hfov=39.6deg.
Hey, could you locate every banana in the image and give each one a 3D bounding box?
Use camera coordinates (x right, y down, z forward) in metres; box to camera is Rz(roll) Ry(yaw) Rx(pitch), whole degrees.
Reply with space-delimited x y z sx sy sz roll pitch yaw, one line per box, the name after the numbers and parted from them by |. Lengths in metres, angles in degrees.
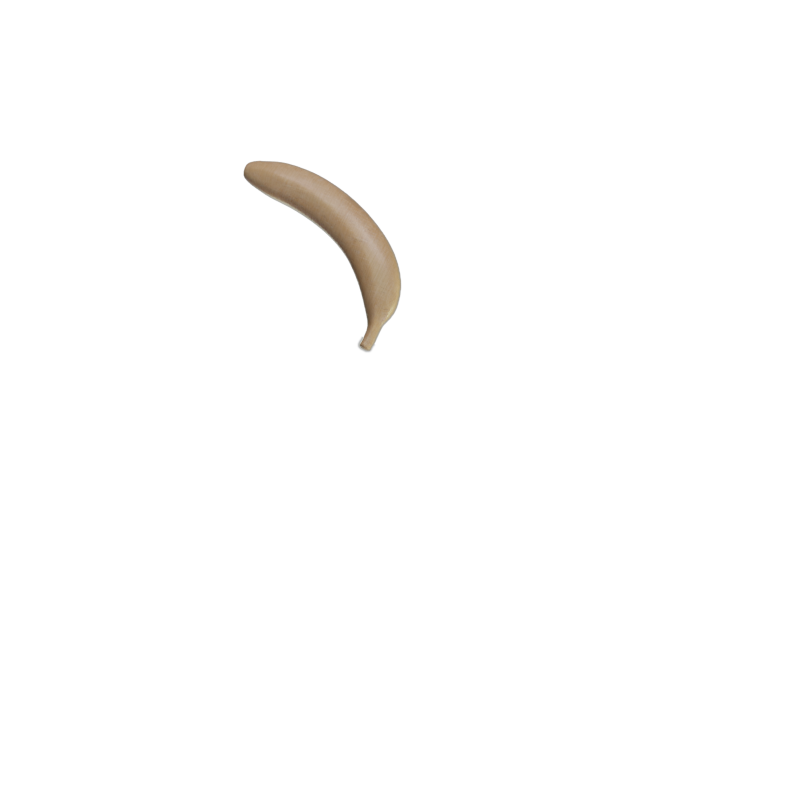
-0.055 -0.139 0.932 0.069 0.208 0.035 -30 -20 -13 | banana
